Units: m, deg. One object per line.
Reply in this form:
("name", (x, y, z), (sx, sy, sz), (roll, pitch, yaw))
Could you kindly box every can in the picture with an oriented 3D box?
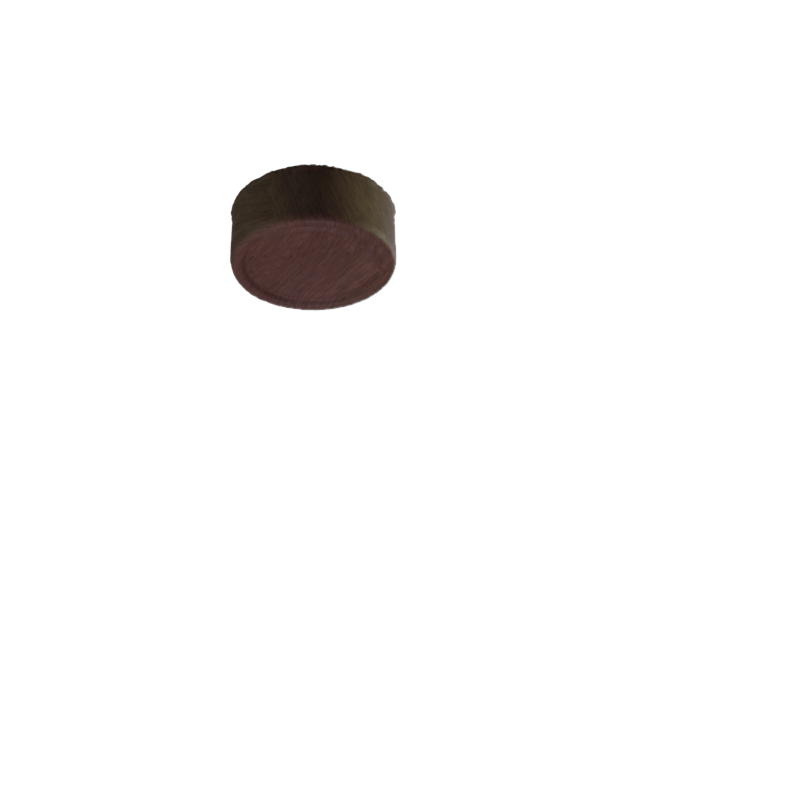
("can", (-0.044, -0.081, 0.568), (0.086, 0.036, 0.081), (1, -30, -2))
